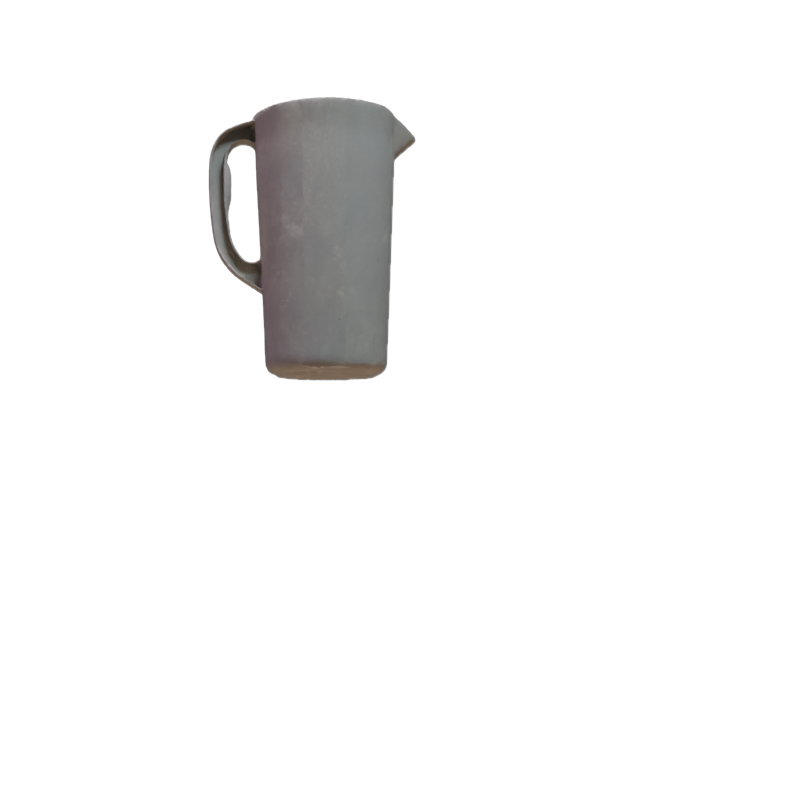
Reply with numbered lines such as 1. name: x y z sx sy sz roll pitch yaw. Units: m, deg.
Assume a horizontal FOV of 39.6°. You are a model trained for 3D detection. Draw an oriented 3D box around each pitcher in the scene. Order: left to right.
1. pitcher: -0.078 -0.143 1.000 0.153 0.249 0.137 -7 -11 37
